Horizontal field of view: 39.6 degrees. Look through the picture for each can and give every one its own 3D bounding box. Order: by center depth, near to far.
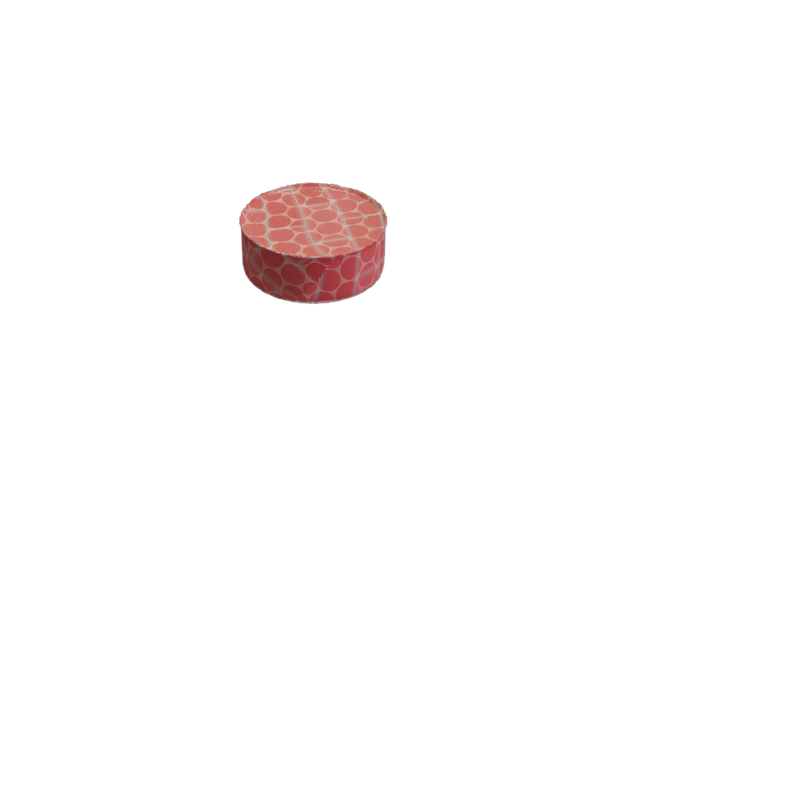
[{"bbox_3d":[-0.051,-0.093,0.650,0.086,0.031,0.092,-1,37,-2],"label":"can"}]
